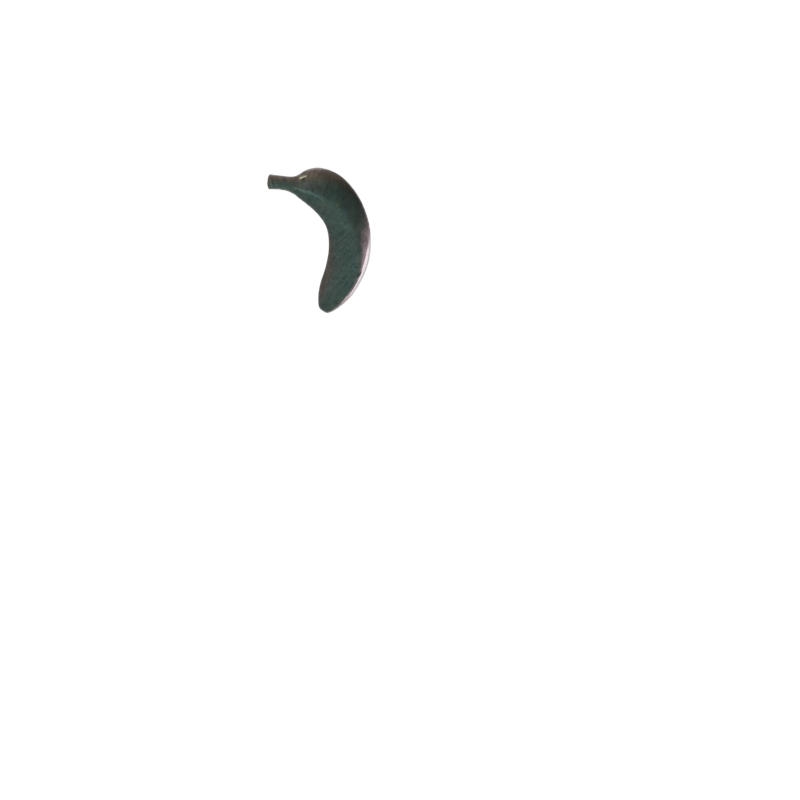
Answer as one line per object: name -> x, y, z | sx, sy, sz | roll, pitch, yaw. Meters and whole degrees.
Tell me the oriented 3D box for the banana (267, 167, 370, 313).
banana -> -0.060, -0.145, 0.980 | 0.070, 0.039, 0.183 | -7, -35, 9
